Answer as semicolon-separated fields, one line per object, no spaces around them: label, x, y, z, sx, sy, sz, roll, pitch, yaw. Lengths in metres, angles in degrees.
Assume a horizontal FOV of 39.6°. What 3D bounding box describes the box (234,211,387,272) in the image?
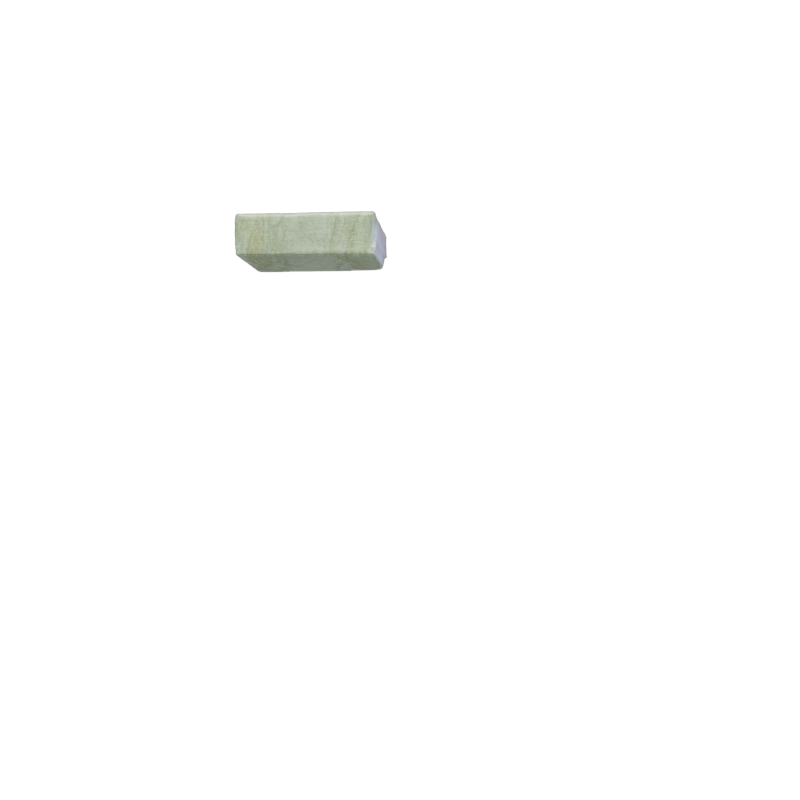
box;-0.056;-0.102;0.713;0.090;0.031;0.071;0;-2;7
